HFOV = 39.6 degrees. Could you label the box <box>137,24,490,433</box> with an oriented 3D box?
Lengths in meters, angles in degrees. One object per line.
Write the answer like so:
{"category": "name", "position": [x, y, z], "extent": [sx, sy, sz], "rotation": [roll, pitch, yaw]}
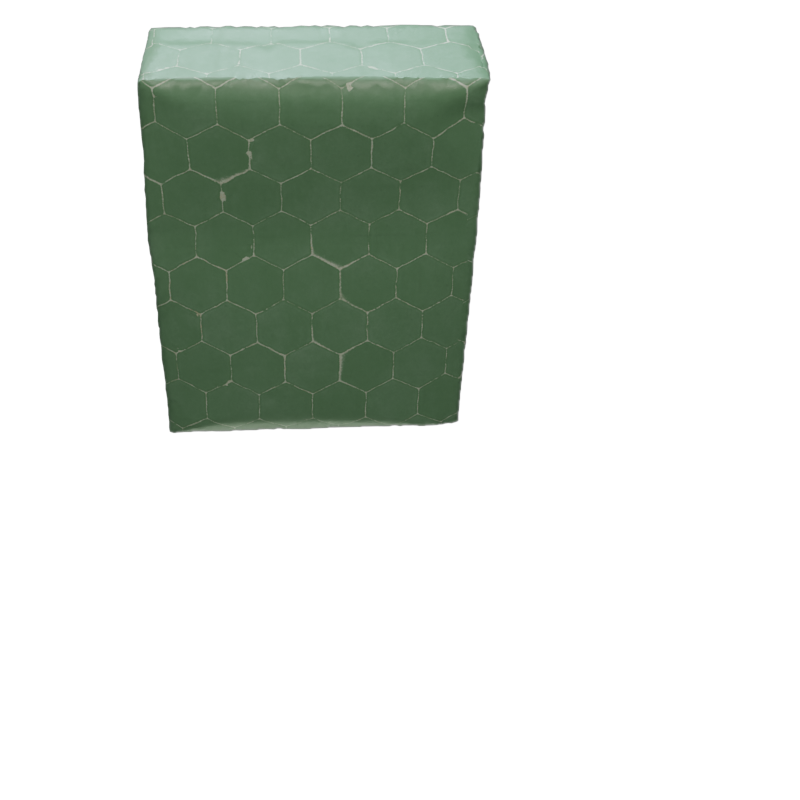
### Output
{"category": "box", "position": [-0.045, -0.082, 0.577], "extent": [0.164, 0.200, 0.077], "rotation": [0, 37, -3]}
